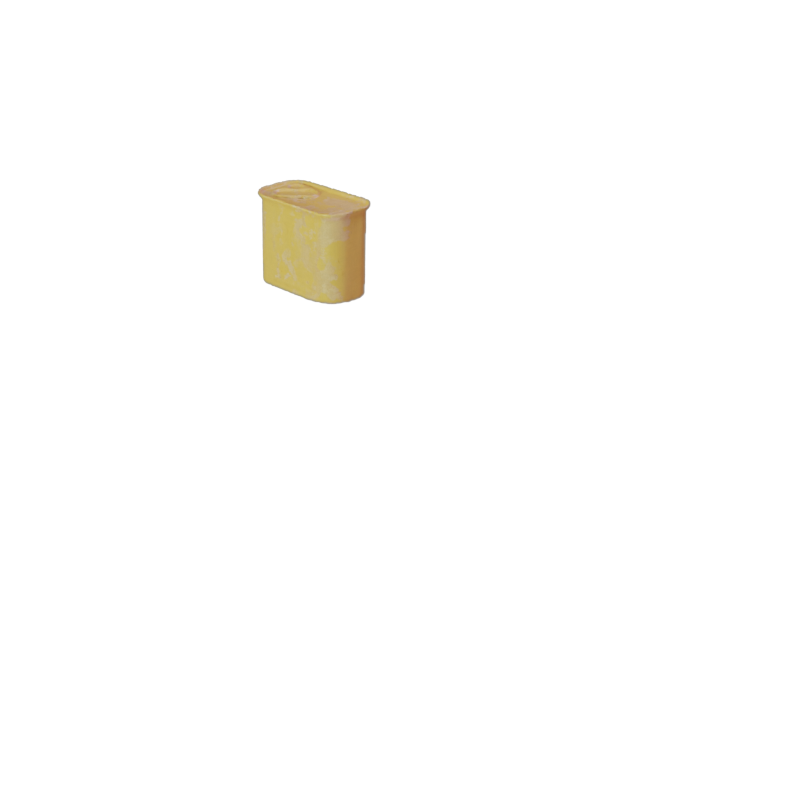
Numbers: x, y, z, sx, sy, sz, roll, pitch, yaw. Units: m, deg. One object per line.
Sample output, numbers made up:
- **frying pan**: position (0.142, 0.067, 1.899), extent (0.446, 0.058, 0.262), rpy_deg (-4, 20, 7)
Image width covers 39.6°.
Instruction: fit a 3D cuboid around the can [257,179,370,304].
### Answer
- **can**: position (-0.075, -0.137, 0.960), extent (0.108, 0.080, 0.057), rpy_deg (23, 32, 39)
